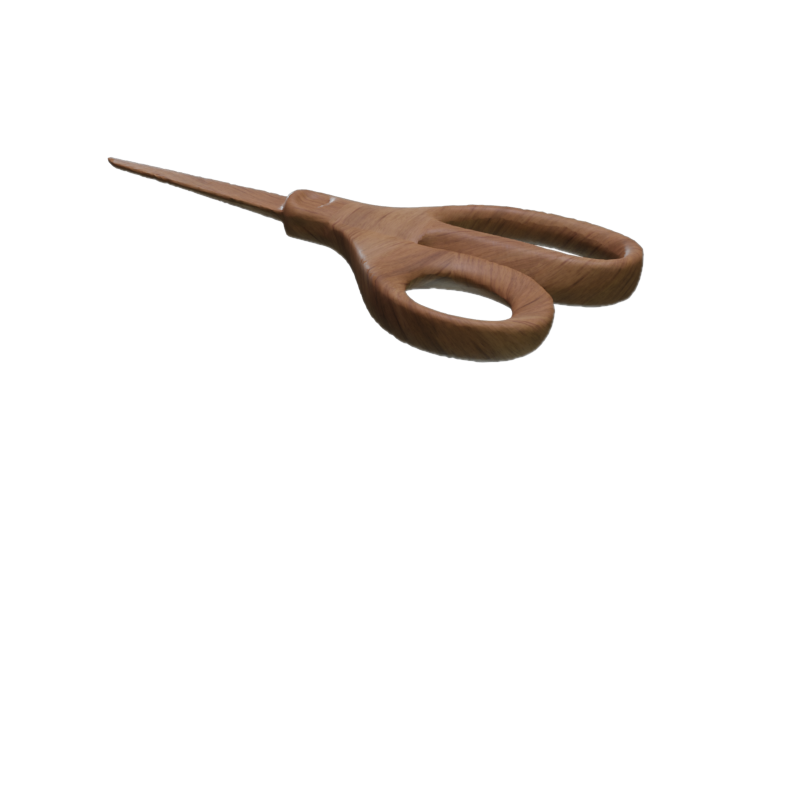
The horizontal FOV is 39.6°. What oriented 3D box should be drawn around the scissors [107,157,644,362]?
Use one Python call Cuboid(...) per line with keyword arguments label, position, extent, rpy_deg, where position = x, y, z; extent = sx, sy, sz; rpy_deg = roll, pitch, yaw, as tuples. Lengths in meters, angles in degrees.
Cuboid(label="scissors", position=(-0.028, -0.051, 0.356), extent=(0.208, 0.015, 0.099), rpy_deg=(10, 31, 17))
